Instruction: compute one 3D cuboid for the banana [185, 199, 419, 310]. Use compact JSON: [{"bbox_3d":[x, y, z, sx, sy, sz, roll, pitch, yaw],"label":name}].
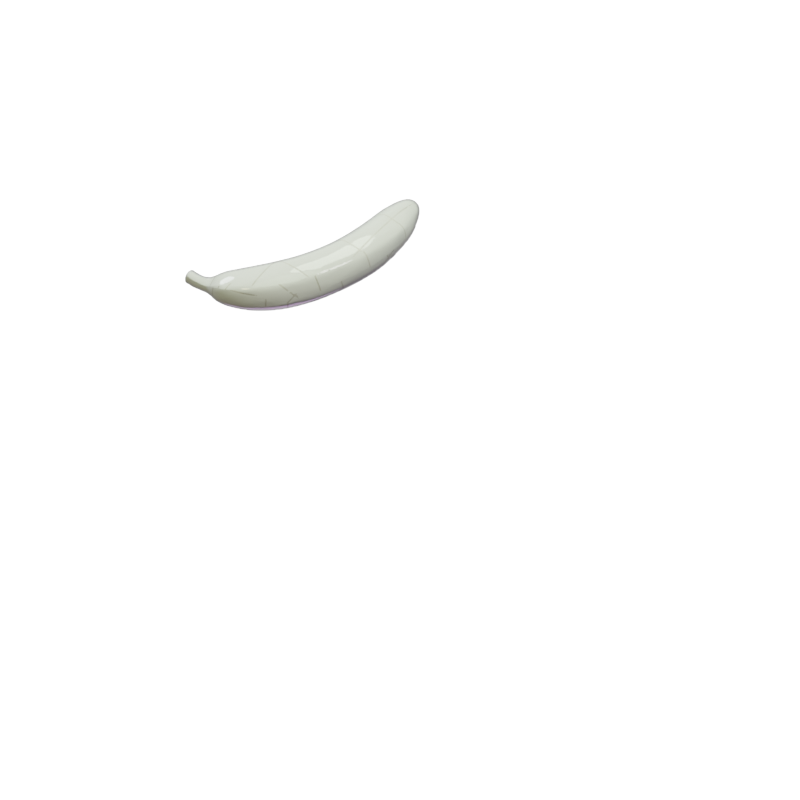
[{"bbox_3d":[-0.064,-0.109,0.857,0.196,0.075,0.034,-19,-36,-15],"label":"banana"}]
